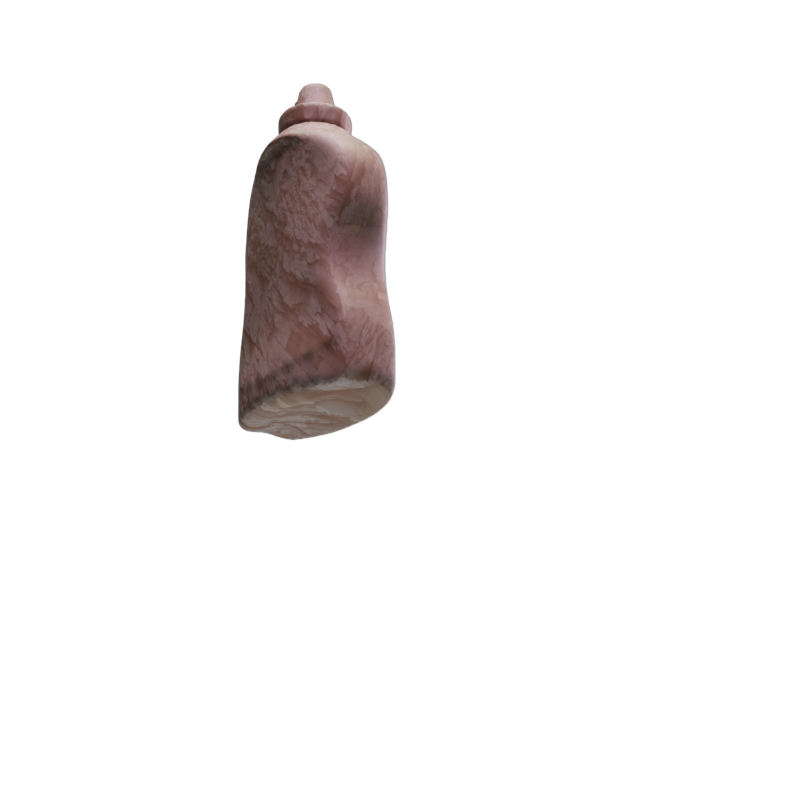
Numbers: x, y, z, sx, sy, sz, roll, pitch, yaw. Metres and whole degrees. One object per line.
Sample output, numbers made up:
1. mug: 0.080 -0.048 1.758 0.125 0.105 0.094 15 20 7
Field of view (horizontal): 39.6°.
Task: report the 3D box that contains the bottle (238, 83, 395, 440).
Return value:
1. bottle: -0.045 -0.083 0.581 0.055 0.203 0.095 16 -30 -33
